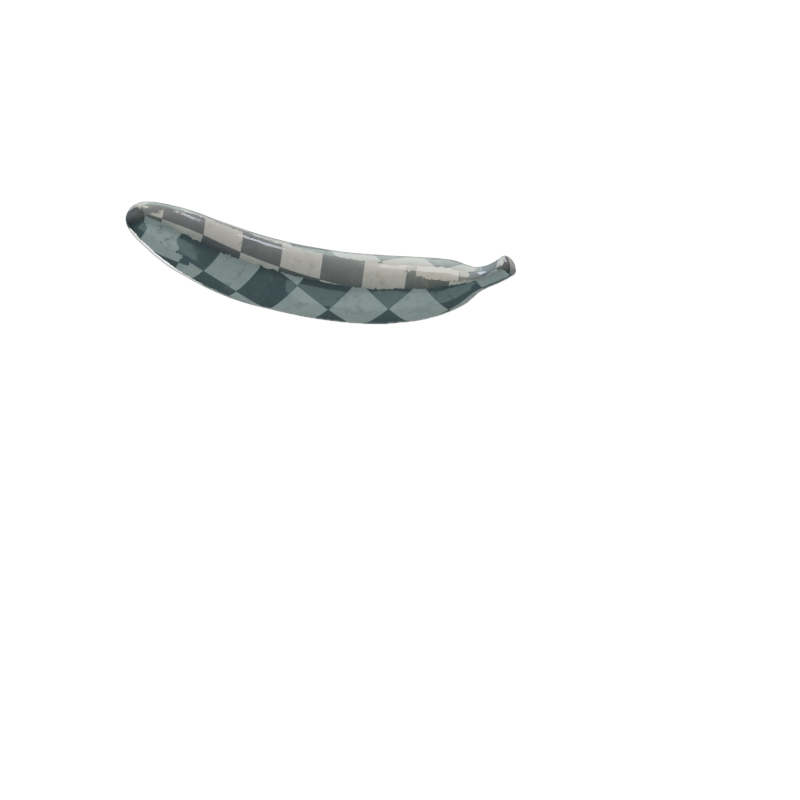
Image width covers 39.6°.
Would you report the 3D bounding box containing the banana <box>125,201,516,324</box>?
[{"bbox_3d":[-0.045,-0.071,0.581,0.195,0.039,0.066,6,-37,-8],"label":"banana"}]
